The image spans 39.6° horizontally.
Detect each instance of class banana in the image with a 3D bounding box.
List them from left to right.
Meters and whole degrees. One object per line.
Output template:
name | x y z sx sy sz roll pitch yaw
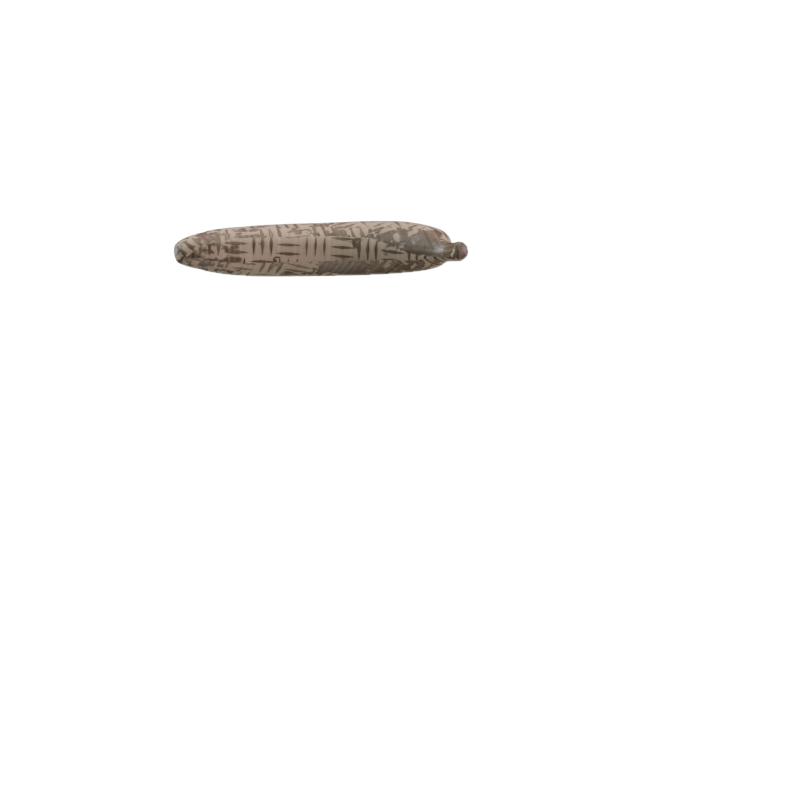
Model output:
banana | -0.051 -0.105 0.755 0.201 0.037 0.067 -1 -4 12
